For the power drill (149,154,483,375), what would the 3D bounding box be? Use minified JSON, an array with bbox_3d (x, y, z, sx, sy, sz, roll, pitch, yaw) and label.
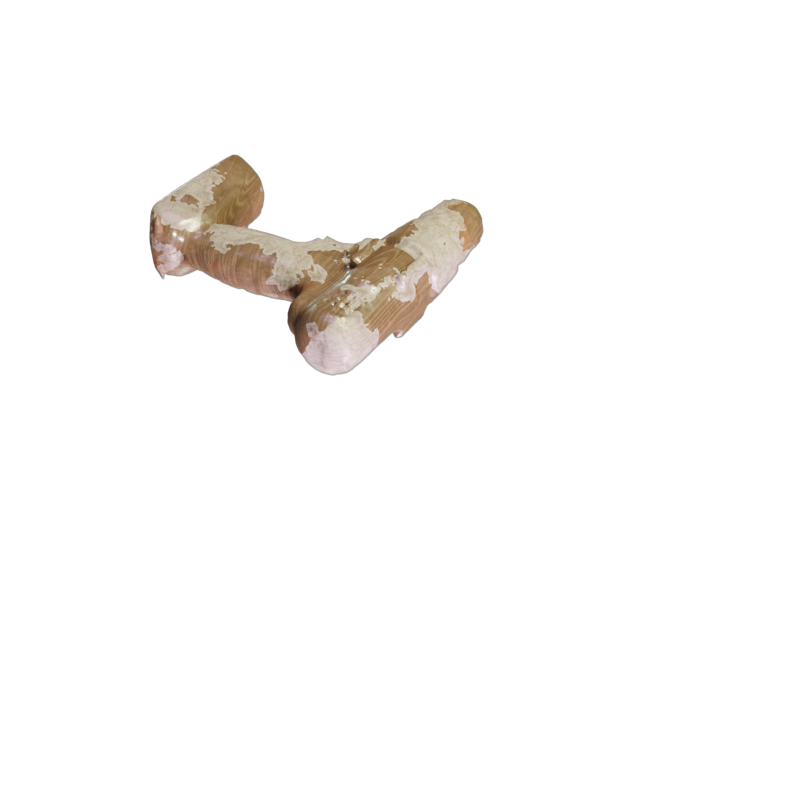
[{"bbox_3d":[-0.058,-0.106,0.742,0.197,0.054,0.187,22,42,26],"label":"power drill"}]
